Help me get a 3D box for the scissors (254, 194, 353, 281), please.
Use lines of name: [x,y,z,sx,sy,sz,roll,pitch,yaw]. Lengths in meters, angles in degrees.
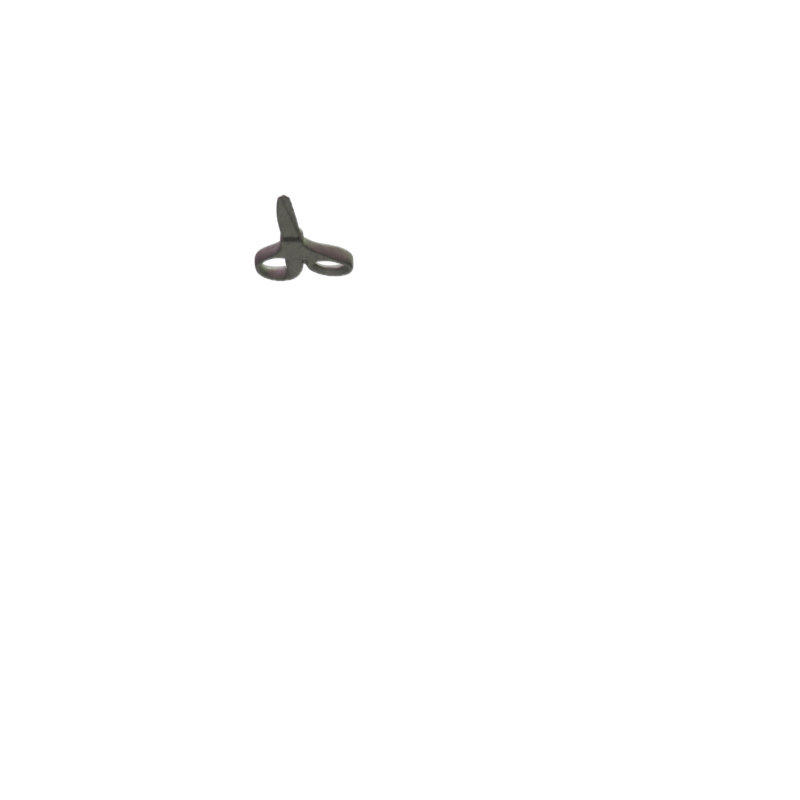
scissors: [-0.072,-0.131,0.919,0.094,0.016,0.199,3,-10,-16]
